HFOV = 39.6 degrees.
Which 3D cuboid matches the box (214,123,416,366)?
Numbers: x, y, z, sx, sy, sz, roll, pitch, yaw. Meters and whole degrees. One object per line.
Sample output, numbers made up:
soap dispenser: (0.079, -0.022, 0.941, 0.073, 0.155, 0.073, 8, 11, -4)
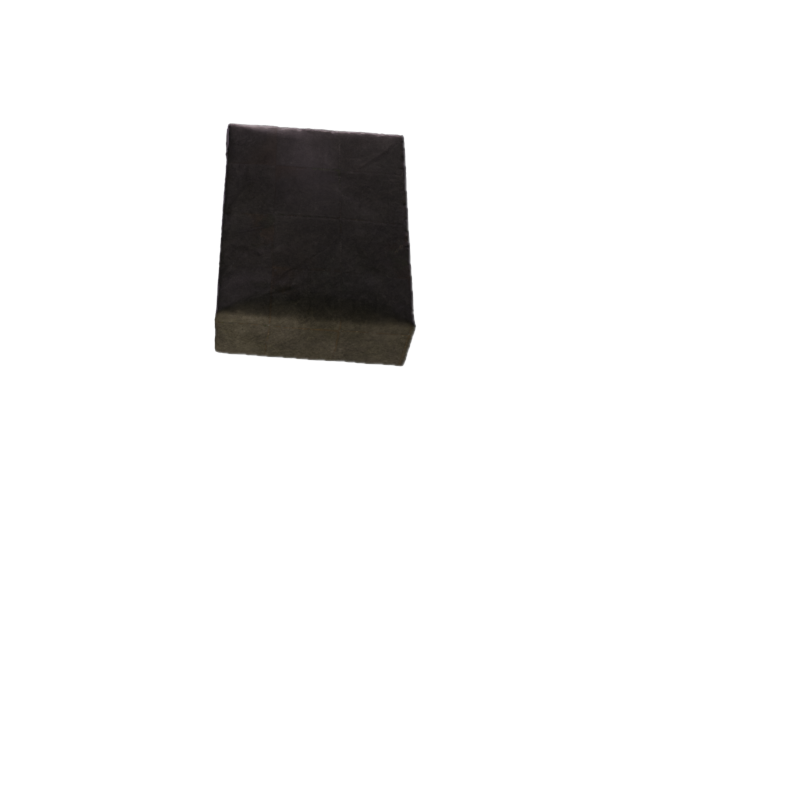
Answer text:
box: (-0.076, -0.139, 0.972, 0.163, 0.229, 0.068, 2, -36, -6)
